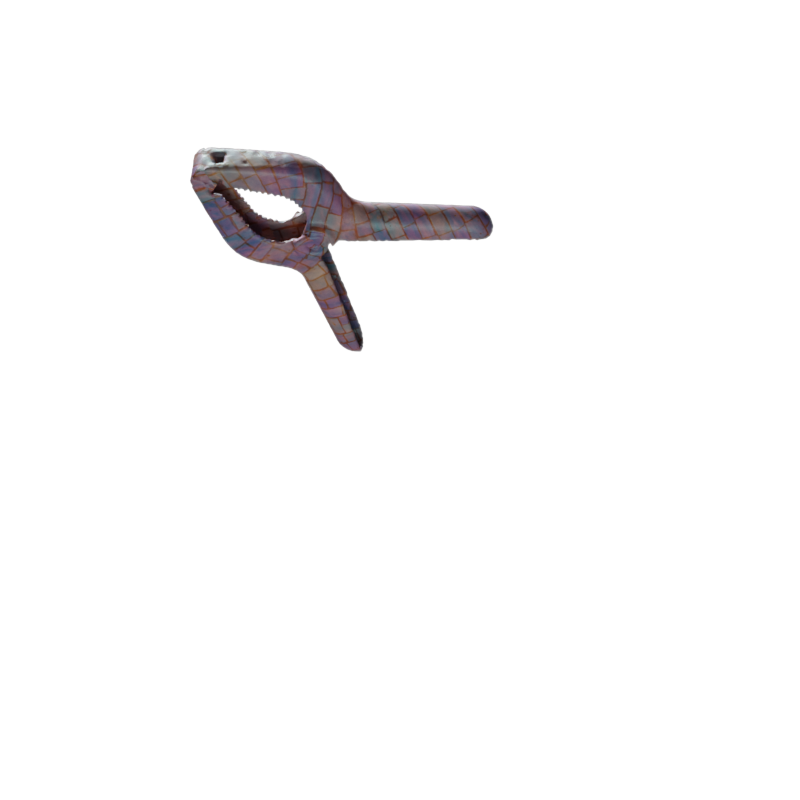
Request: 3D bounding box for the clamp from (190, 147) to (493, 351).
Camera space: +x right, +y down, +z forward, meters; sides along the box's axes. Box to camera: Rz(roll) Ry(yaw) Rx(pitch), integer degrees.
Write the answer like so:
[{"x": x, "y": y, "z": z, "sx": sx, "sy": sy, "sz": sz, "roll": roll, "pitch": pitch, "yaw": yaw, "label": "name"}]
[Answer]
[{"x": -0.063, "y": -0.114, "z": 0.800, "sx": 0.202, "sy": 0.039, "sz": 0.159, "roll": 22, "pitch": -49, "yaw": -21, "label": "clamp"}]
